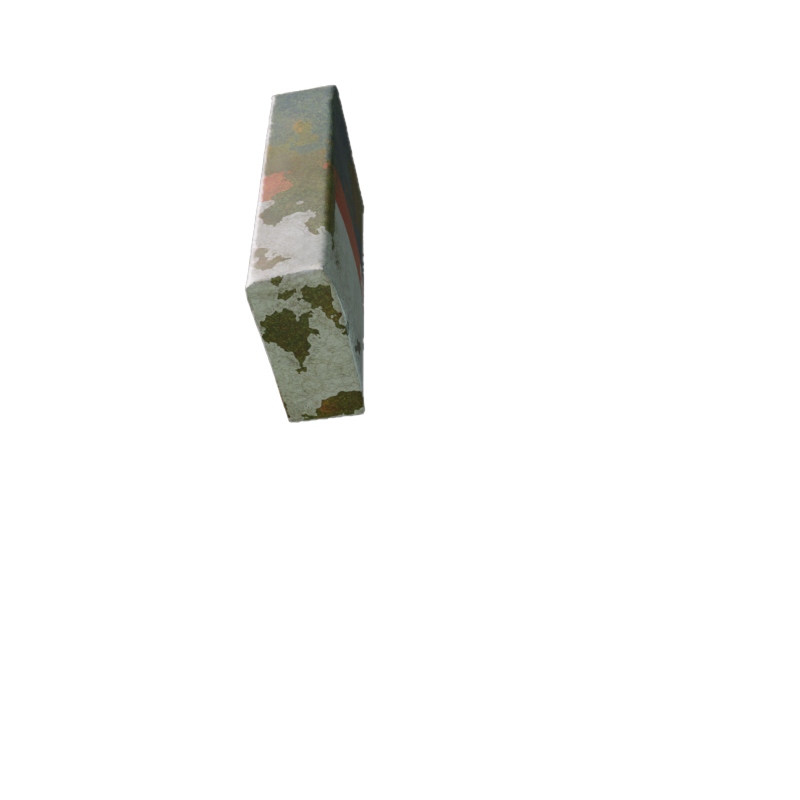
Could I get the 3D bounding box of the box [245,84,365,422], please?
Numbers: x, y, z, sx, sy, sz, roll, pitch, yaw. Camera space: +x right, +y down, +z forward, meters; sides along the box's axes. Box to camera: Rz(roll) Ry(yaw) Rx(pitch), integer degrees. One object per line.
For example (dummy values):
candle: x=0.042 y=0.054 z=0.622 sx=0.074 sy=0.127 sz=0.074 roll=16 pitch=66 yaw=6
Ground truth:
box: x=-0.047 y=-0.085 z=0.593 sx=0.048 sy=0.086 sz=0.189 roll=-10 pitch=41 yaw=4
